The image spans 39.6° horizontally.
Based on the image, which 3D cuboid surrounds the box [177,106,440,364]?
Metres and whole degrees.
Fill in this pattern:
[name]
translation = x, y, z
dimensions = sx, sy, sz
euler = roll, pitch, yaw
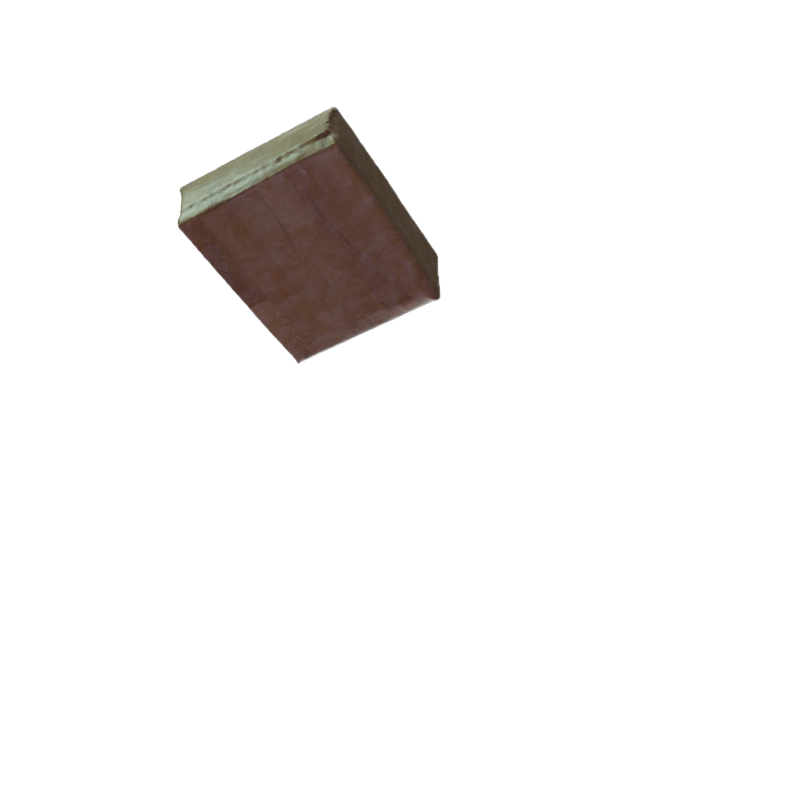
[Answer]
[box]
translation = -0.043, -0.079, 0.554
dimensions = 0.090, 0.105, 0.042
euler = -24, 37, 18
